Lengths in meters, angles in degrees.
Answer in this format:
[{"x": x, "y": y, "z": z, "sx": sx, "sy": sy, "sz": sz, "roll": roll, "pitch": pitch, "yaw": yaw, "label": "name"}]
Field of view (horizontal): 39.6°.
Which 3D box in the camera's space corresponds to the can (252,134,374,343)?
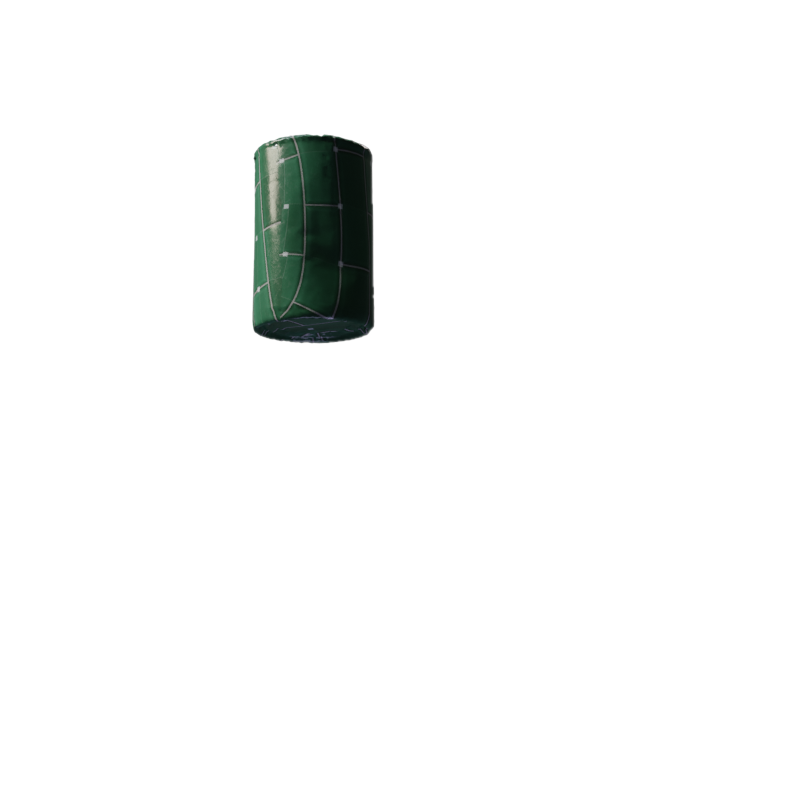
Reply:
[{"x": -0.048, "y": -0.088, "z": 0.617, "sx": 0.068, "sy": 0.106, "sz": 0.066, "roll": 0, "pitch": -14, "yaw": -2, "label": "can"}]
